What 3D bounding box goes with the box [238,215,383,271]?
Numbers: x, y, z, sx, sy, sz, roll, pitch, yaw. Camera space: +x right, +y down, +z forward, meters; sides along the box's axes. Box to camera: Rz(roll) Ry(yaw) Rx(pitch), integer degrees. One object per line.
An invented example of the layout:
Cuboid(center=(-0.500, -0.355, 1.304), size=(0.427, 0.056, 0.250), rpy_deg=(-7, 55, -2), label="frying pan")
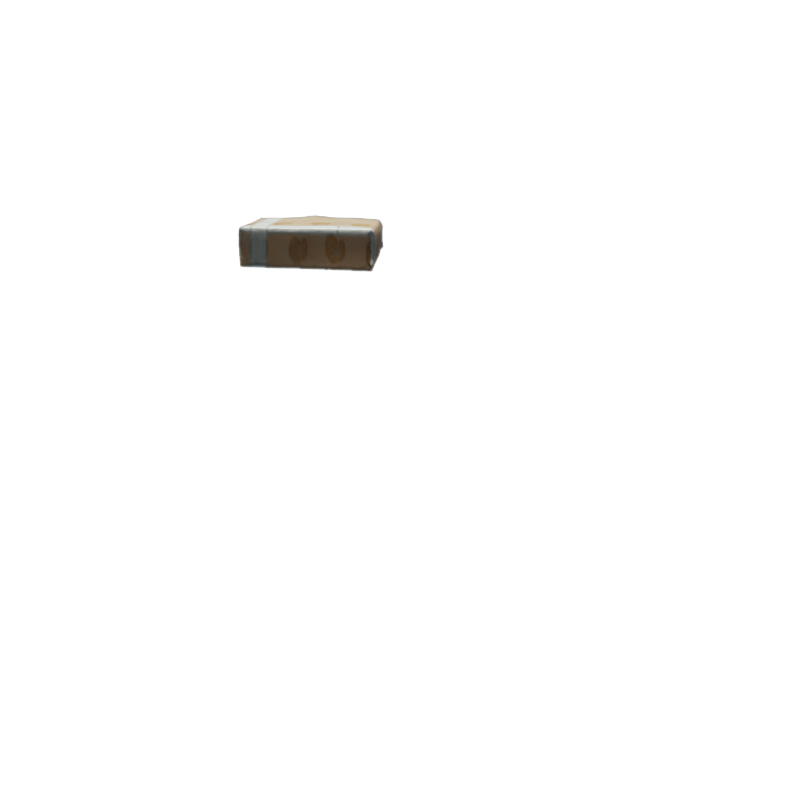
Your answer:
Cuboid(center=(-0.058, -0.106, 0.745), size=(0.090, 0.029, 0.074), rpy_deg=(1, 13, 6), label="box")
